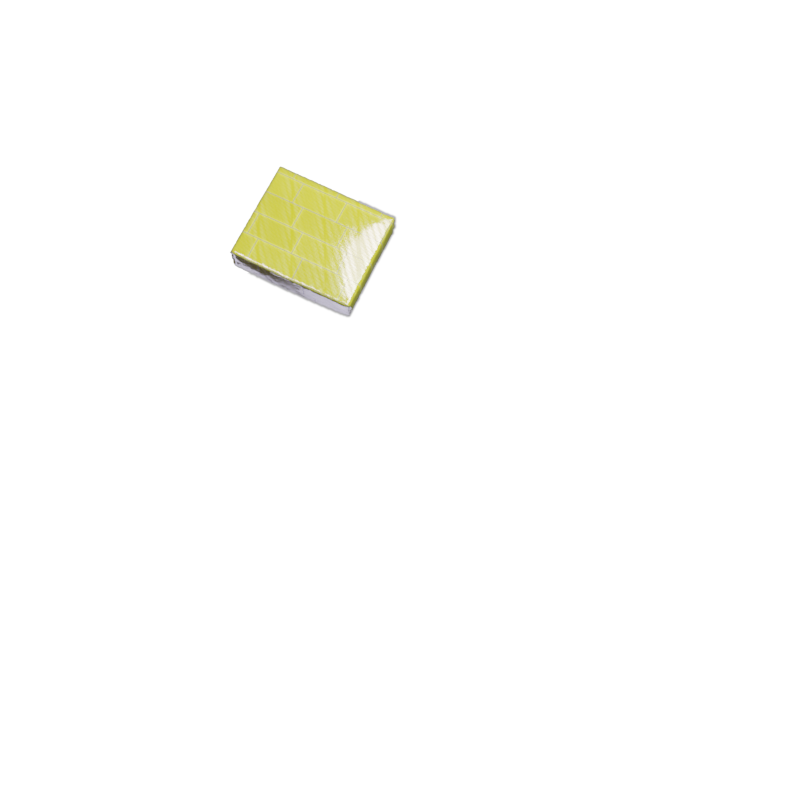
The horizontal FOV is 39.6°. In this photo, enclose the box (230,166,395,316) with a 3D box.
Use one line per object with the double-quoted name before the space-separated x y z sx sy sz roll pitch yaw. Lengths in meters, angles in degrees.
"box" -0.073 -0.134 0.936 0.116 0.092 0.037 25 -18 8
